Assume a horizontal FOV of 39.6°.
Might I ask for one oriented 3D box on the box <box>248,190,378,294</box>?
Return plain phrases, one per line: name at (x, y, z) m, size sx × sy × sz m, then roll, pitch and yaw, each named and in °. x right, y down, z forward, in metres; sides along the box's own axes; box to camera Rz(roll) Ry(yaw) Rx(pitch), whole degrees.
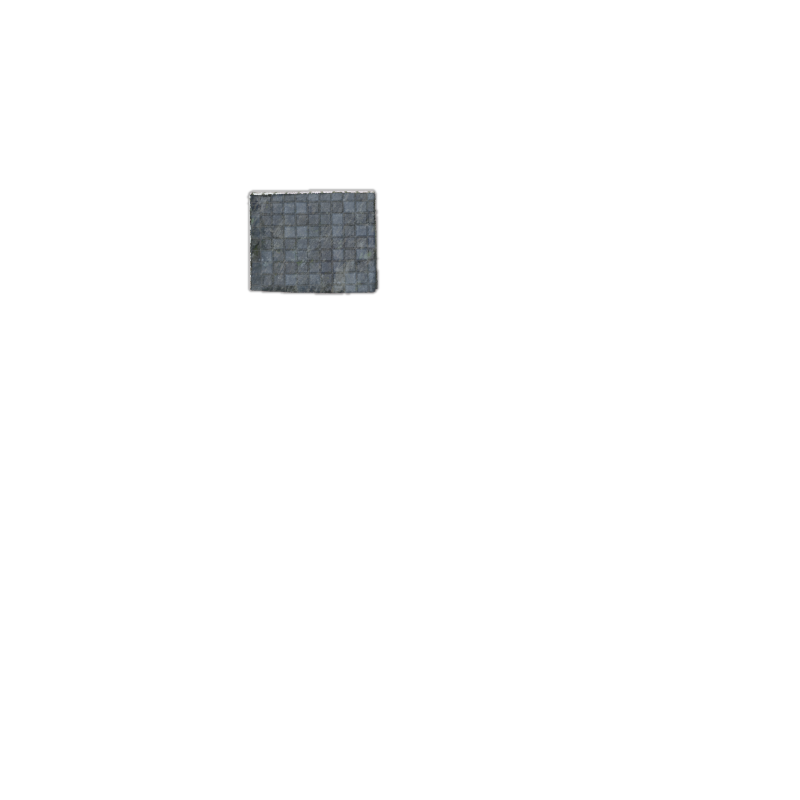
box at (-0.076, -0.139, 0.973) m, size 0.113 × 0.089 × 0.039 m, roll 0°, pitch 5°, yaw 0°
